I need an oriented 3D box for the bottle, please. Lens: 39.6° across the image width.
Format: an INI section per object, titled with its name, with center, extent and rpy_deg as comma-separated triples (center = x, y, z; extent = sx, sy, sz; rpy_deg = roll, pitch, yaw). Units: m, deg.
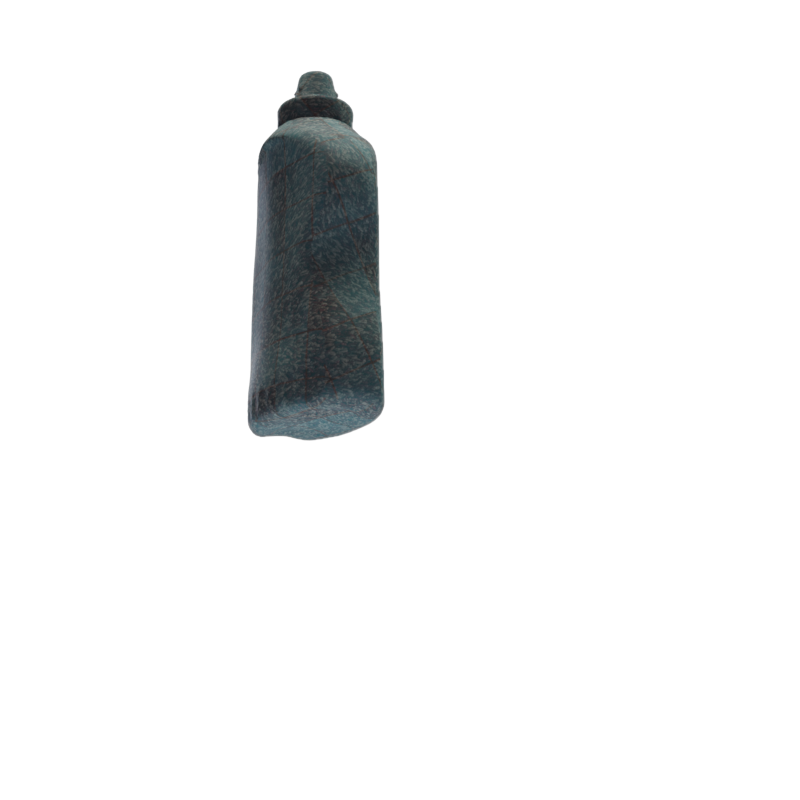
[bottle]
center = -0.044, -0.081, 0.571
extent = 0.056, 0.201, 0.095
rpy_deg = 7, -20, -23
